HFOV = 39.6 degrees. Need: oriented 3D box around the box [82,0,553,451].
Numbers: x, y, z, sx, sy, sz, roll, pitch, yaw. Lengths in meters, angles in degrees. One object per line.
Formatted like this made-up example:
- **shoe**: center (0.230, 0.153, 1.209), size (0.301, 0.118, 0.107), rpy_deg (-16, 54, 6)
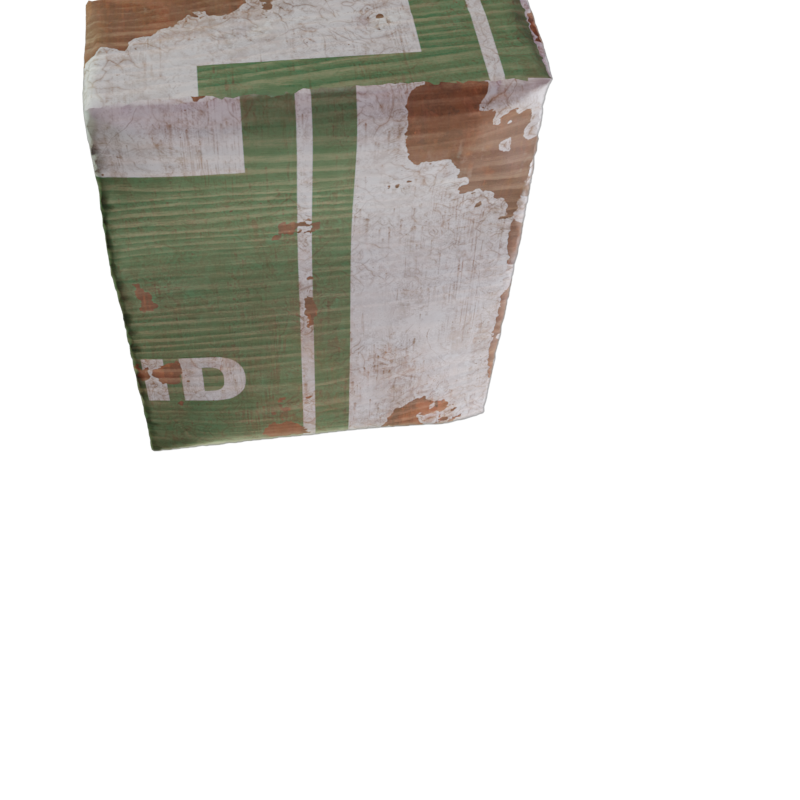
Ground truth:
- **box**: center (-0.037, -0.067, 0.468), size (0.163, 0.077, 0.199), rpy_deg (-5, -36, -6)
